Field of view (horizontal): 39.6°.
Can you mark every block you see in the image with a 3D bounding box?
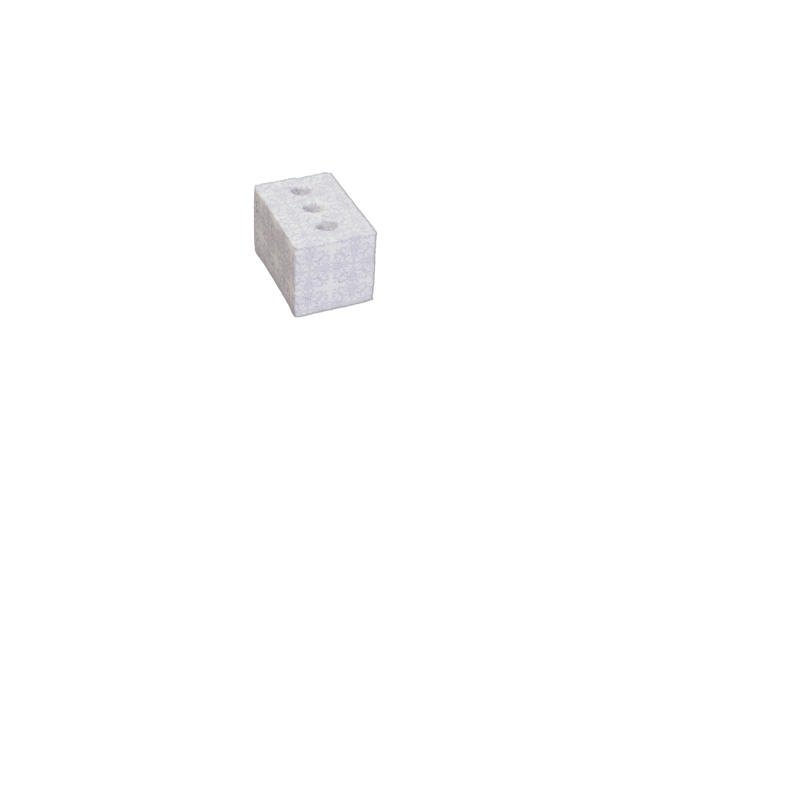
[{"bbox_3d":[-0.053,-0.096,0.673,0.052,0.048,0.084,-13,40,-19],"label":"block"}]
